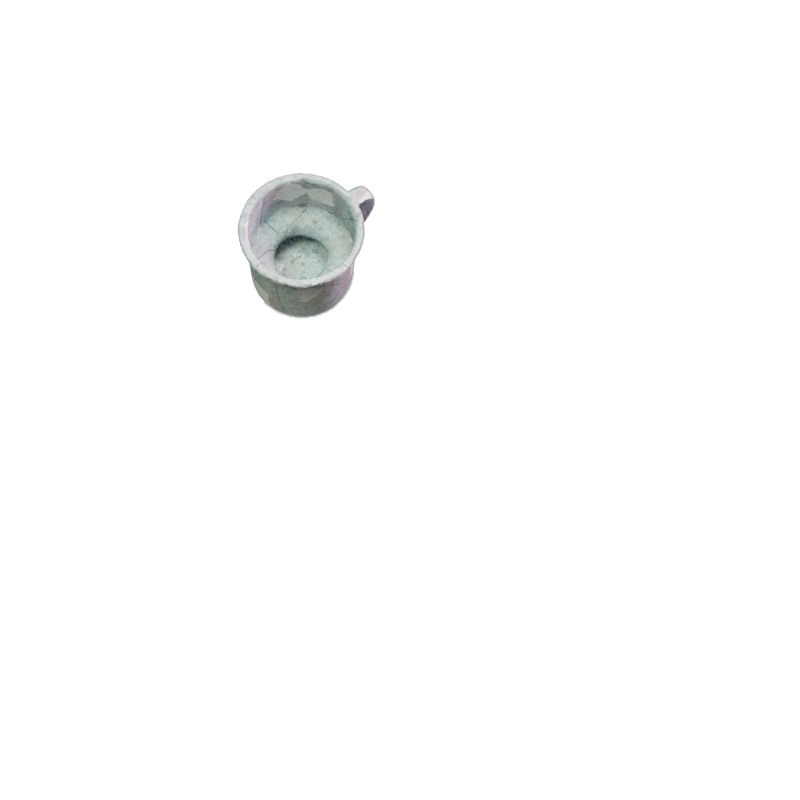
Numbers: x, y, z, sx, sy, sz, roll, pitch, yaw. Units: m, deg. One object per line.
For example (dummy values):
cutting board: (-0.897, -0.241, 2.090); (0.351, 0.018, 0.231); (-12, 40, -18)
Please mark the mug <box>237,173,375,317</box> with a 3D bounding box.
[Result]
mug: (-0.067, -0.122, 0.852); (0.118, 0.097, 0.077); (-42, -15, -16)
